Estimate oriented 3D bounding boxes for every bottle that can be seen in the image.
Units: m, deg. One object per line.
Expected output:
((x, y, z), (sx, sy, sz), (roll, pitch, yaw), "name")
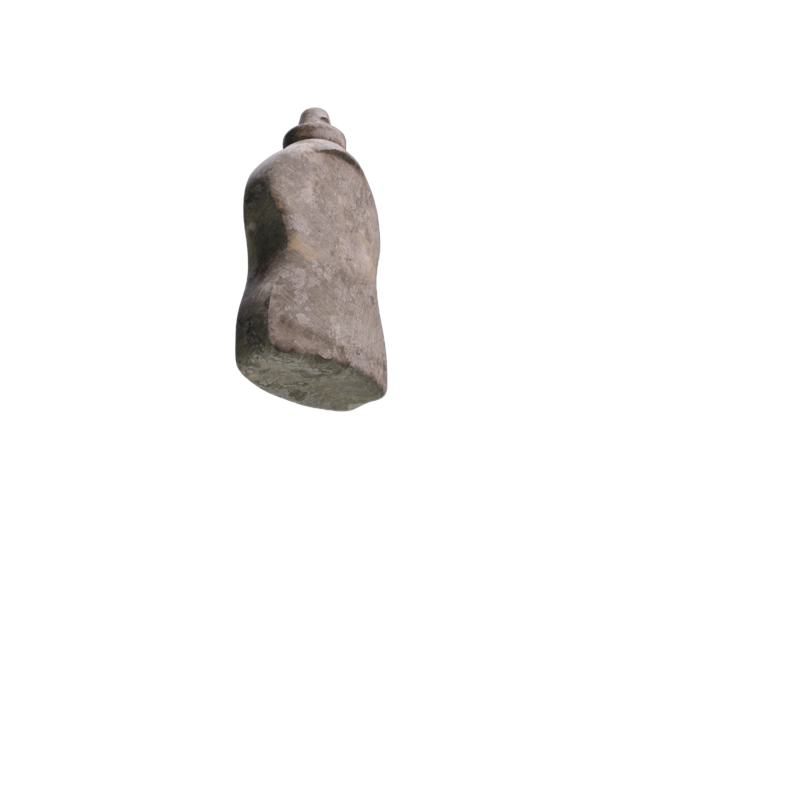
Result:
((-0.052, -0.096, 0.671), (0.090, 0.204, 0.058), (23, -37, -38), "bottle")
